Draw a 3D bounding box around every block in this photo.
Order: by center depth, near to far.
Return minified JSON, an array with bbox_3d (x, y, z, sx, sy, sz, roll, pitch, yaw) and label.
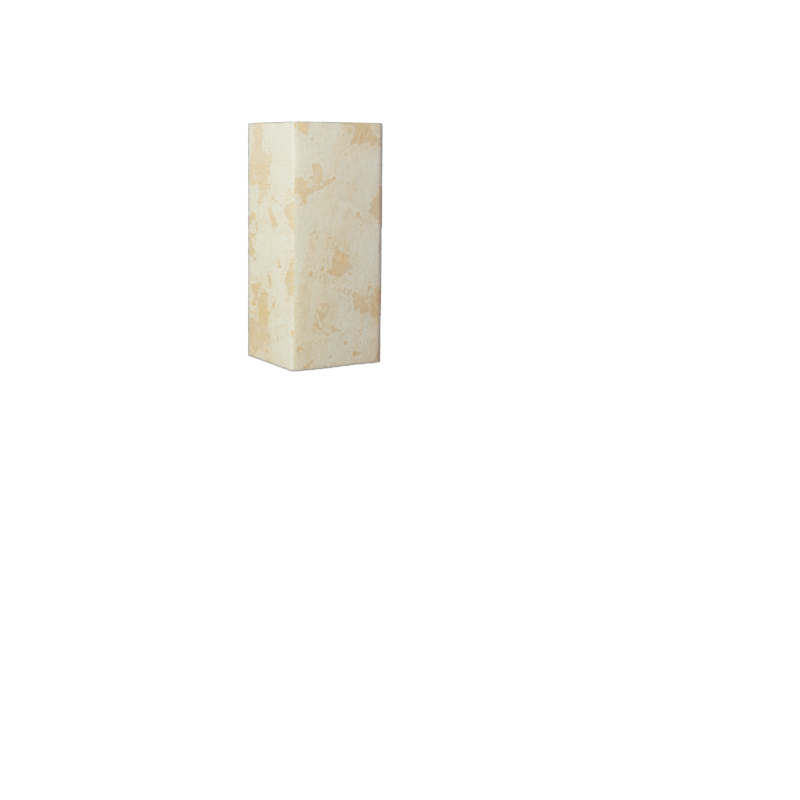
[{"bbox_3d":[-0.075,-0.137,0.963,0.087,0.204,0.095,-3,7,-31],"label":"block"}]
